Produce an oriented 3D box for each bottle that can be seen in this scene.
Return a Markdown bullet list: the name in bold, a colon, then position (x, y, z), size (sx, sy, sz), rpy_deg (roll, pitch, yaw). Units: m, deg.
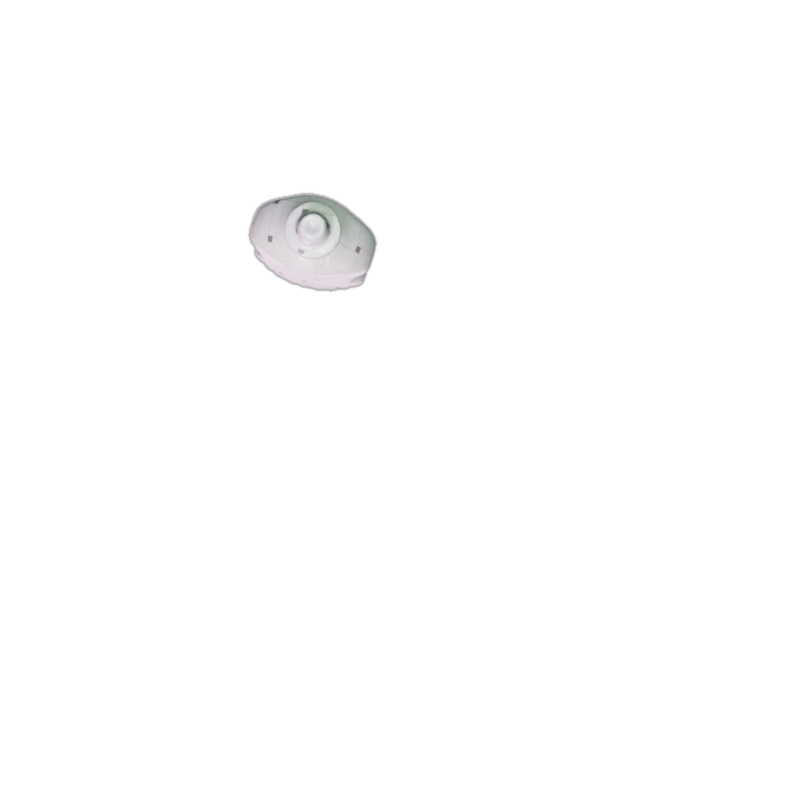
- **bottle**: position (-0.068, -0.123, 0.863), size (0.096, 0.059, 0.190), rpy_deg (17, -1, -3)
